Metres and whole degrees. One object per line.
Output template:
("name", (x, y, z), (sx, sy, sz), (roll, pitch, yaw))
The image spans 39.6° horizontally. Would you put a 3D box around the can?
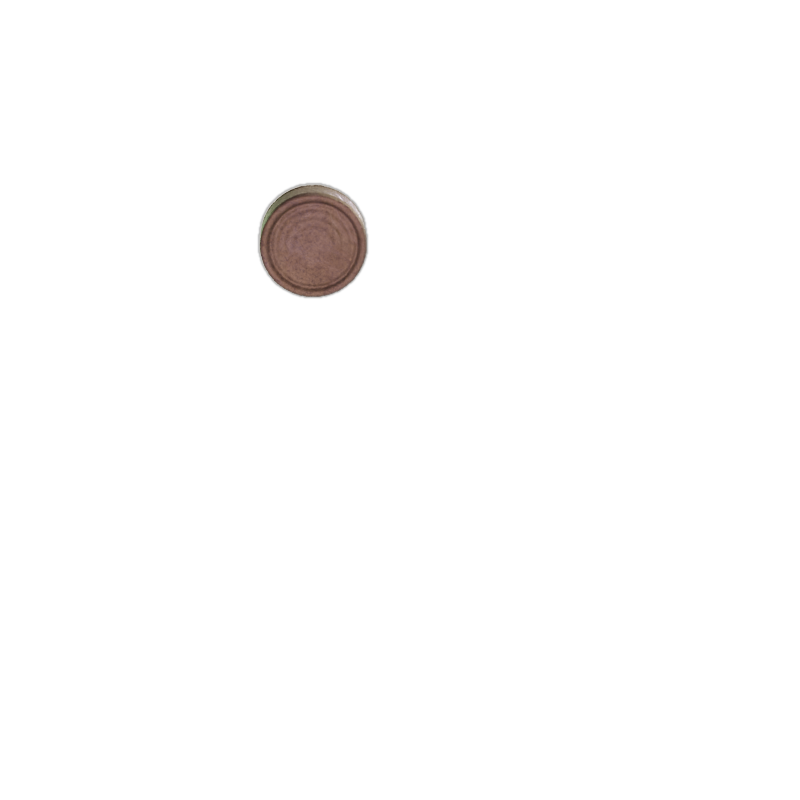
("can", (-0.068, -0.124, 0.871), (0.086, 0.083, 0.035), (0, 16, -1))
